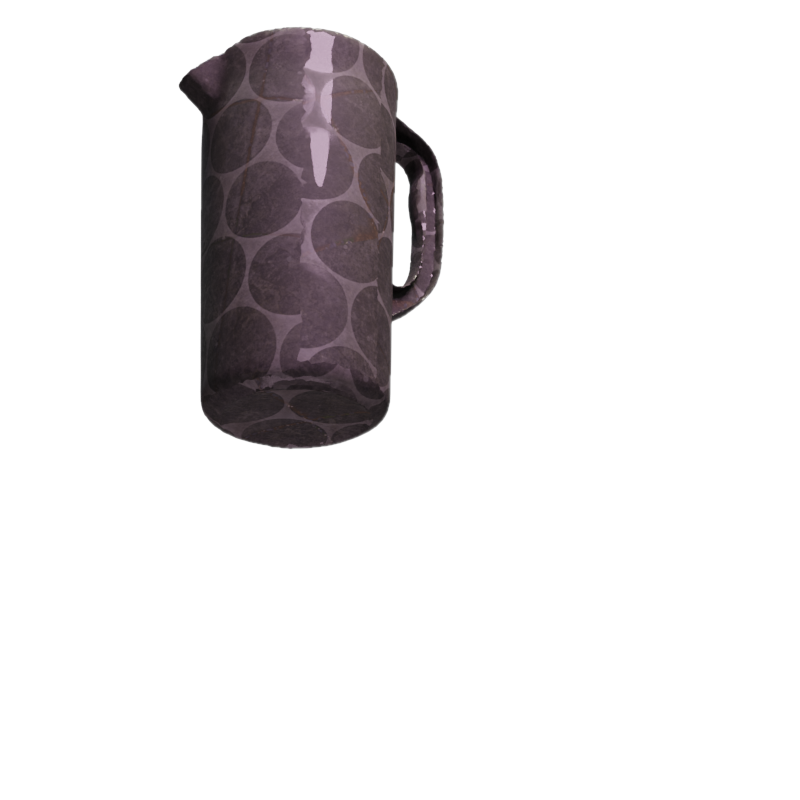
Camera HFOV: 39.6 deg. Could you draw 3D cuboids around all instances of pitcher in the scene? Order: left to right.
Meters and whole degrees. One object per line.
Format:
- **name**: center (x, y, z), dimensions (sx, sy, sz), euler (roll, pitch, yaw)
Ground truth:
- **pitcher**: center (-0.054, -0.099, 0.691), dimensions (0.151, 0.259, 0.134), euler (-9, -29, 12)
